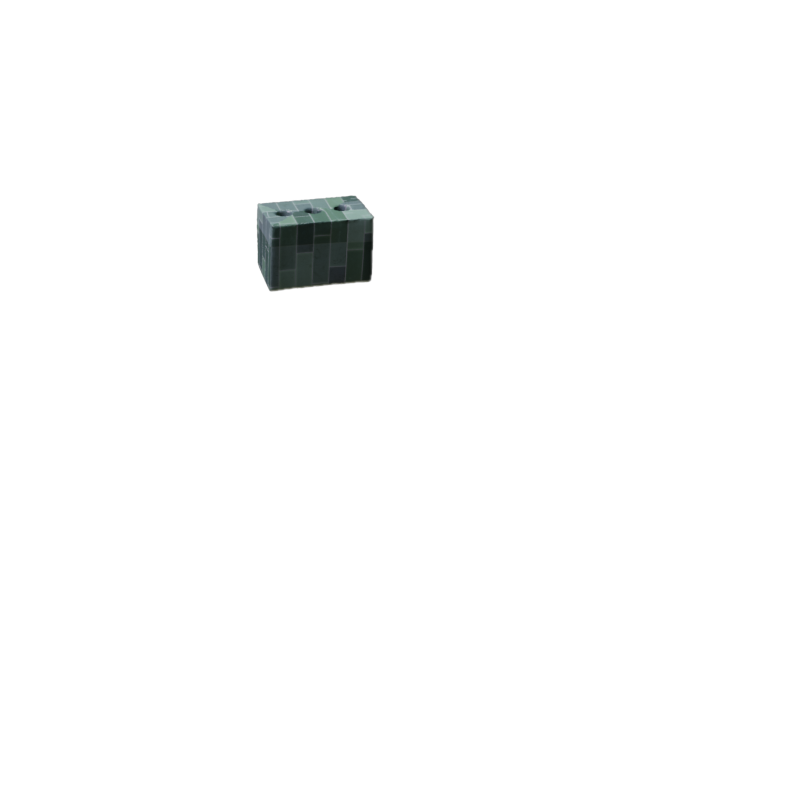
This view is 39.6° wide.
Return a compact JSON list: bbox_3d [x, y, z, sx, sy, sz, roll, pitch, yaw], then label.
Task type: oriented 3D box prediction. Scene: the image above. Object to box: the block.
[{"bbox_3d":[-0.064,-0.117,0.816,0.077,0.049,0.056,-7,28,-15],"label":"block"}]
